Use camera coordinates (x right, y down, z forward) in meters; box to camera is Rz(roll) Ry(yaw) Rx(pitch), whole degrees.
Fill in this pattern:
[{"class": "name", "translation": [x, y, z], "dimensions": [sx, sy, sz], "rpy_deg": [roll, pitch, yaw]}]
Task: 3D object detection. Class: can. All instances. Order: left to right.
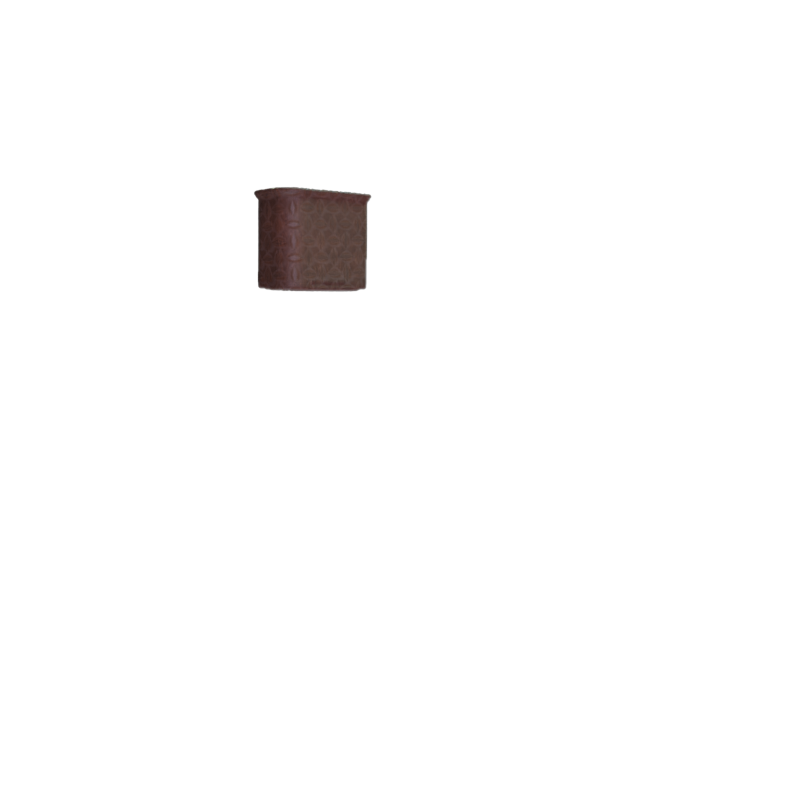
[{"class": "can", "translation": [-0.074, -0.135, 0.944], "dimensions": [0.098, 0.084, 0.059], "rpy_deg": [-1, 0, -41]}]
